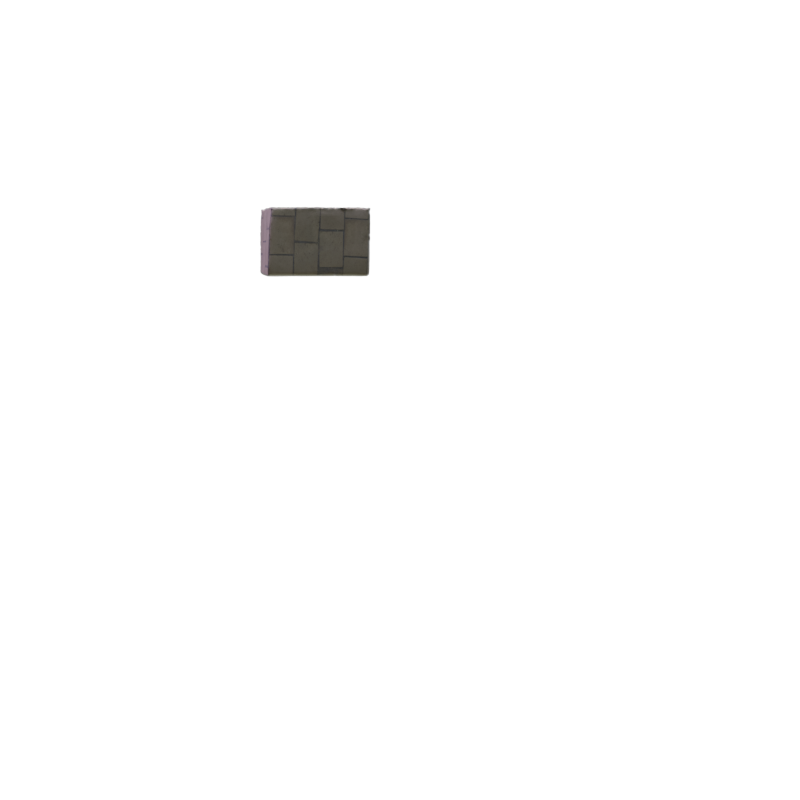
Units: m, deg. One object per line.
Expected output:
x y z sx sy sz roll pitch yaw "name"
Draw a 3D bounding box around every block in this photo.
-0.066 -0.120 0.844 0.077 0.051 0.054 -1 5 -12 "block"
